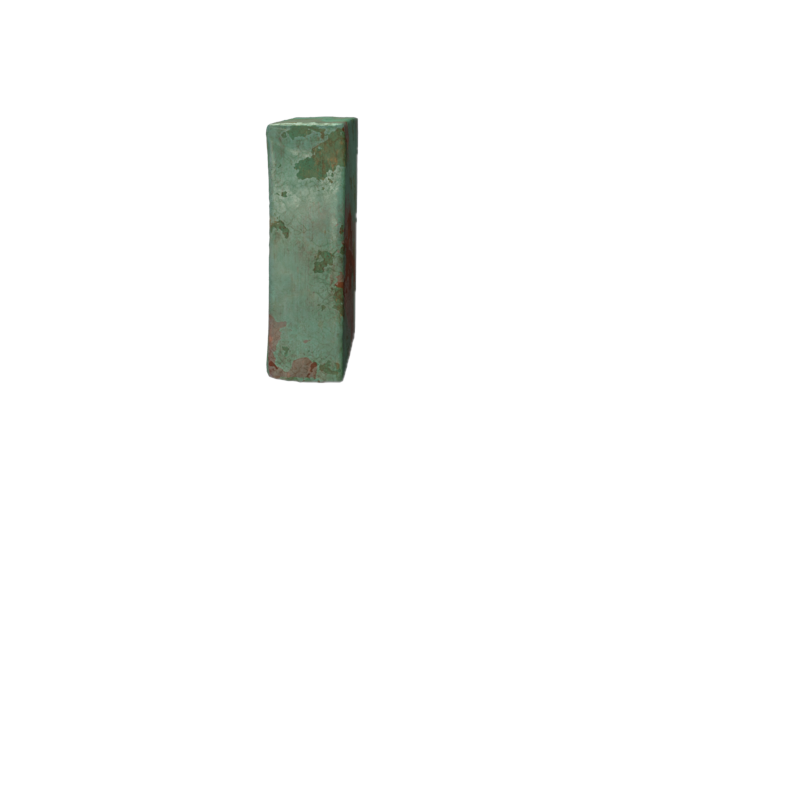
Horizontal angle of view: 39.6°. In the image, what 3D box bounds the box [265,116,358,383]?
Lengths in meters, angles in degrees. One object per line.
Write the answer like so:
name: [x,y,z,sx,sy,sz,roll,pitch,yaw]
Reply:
box: [-0.076,-0.138,0.970,0.072,0.209,0.167,1,11,2]
